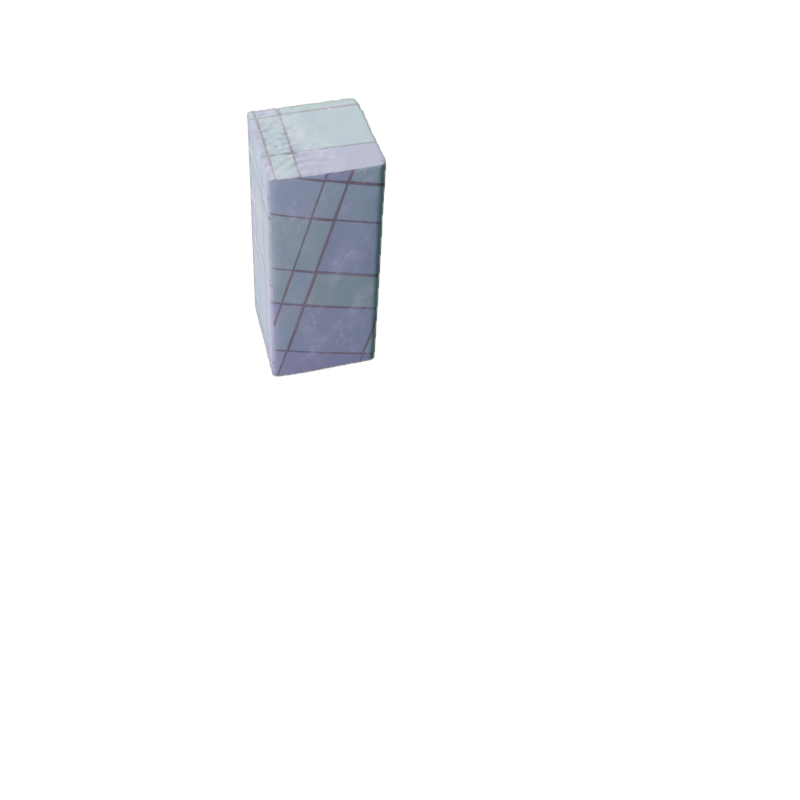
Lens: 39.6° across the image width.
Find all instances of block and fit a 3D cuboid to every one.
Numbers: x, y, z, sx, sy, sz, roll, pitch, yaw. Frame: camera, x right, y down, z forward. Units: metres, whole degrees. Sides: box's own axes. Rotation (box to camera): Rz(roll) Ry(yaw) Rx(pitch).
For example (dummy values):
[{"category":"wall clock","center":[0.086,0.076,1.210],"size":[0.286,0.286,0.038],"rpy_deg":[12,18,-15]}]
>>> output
[{"category":"block","center":[-0.069,-0.127,0.889],"size":[0.089,0.192,0.098],"rpy_deg":[-9,46,-12]}]
